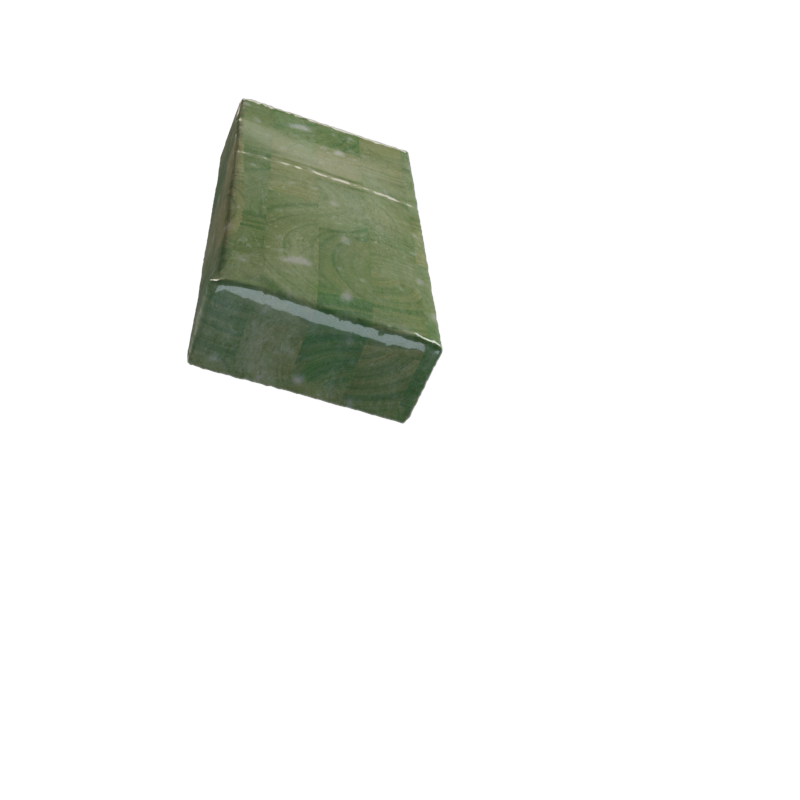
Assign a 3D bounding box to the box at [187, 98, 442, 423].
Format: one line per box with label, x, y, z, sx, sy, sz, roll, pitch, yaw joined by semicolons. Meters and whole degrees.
box;-0.039;-0.070;0.493;0.091;0.046;0.188;15;31;-13
